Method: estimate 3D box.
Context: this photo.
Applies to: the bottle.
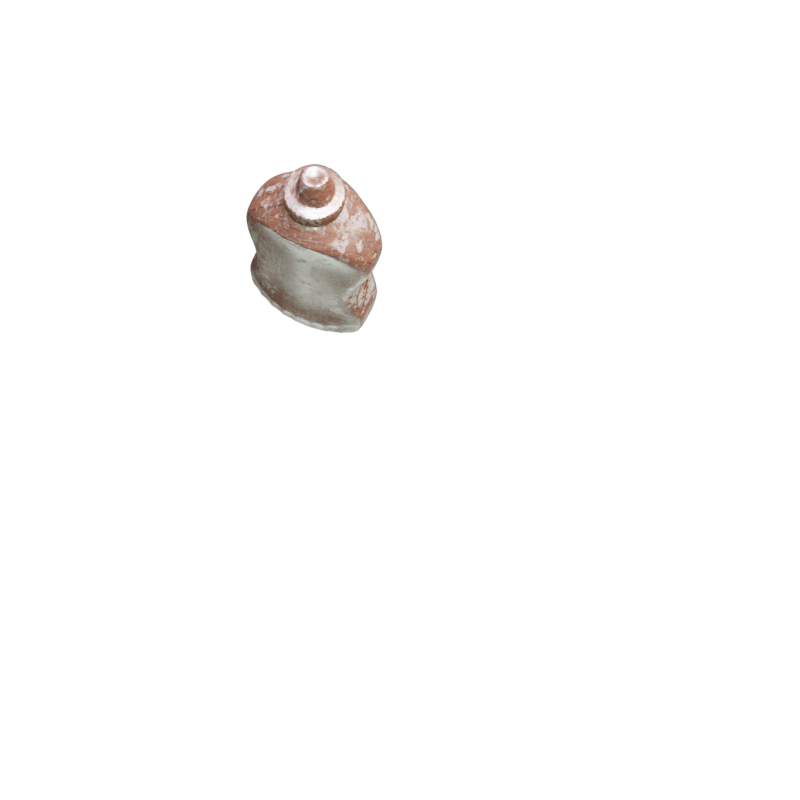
[{"bbox_3d":[-0.061,-0.112,0.778,0.098,0.060,0.183,29,-18,6],"label":"bottle"}]
